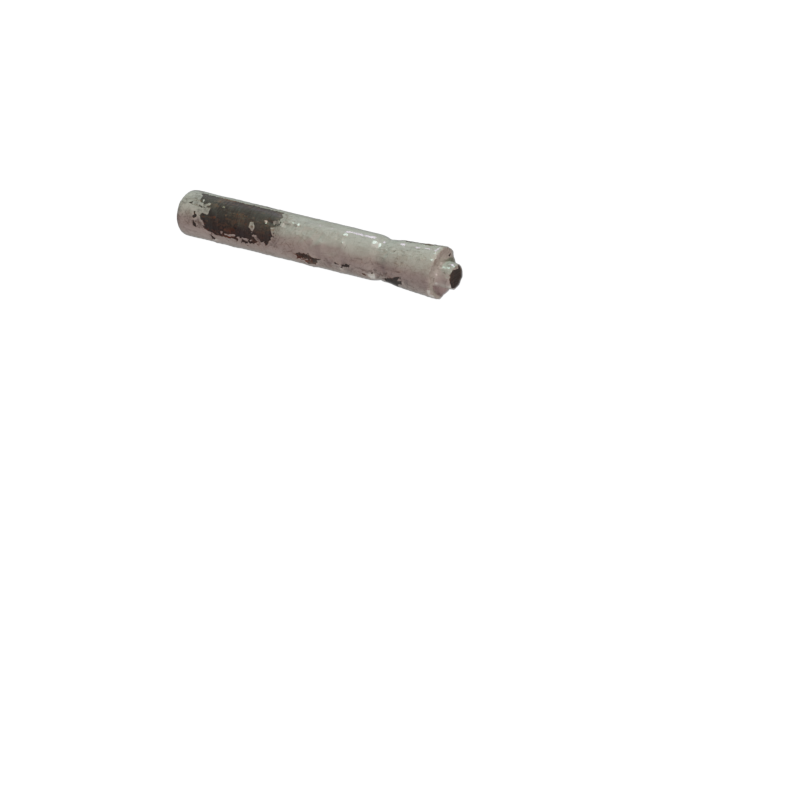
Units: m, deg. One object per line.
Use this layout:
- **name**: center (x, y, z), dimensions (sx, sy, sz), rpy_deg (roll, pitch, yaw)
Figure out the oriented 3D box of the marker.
- **marker**: center (-0.032, -0.059, 0.412), dimensions (0.127, 0.019, 0.019), rpy_deg (18, 13, 32)
